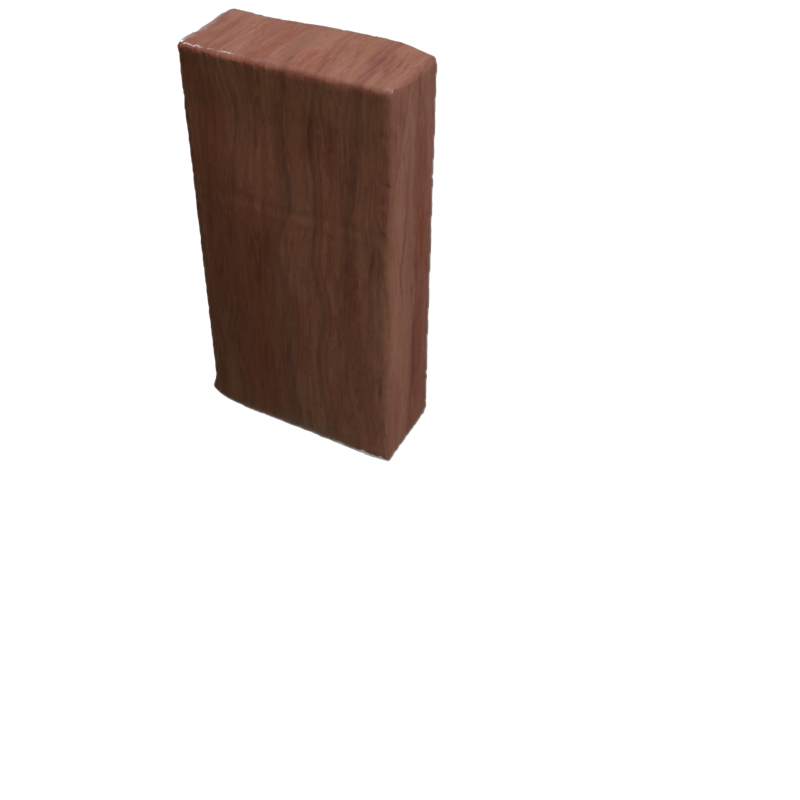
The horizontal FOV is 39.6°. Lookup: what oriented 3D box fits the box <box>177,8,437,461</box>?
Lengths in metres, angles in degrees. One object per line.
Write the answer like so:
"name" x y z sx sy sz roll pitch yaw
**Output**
"box" -0.035 -0.065 0.454 0.097 0.165 0.049 20 39 23
